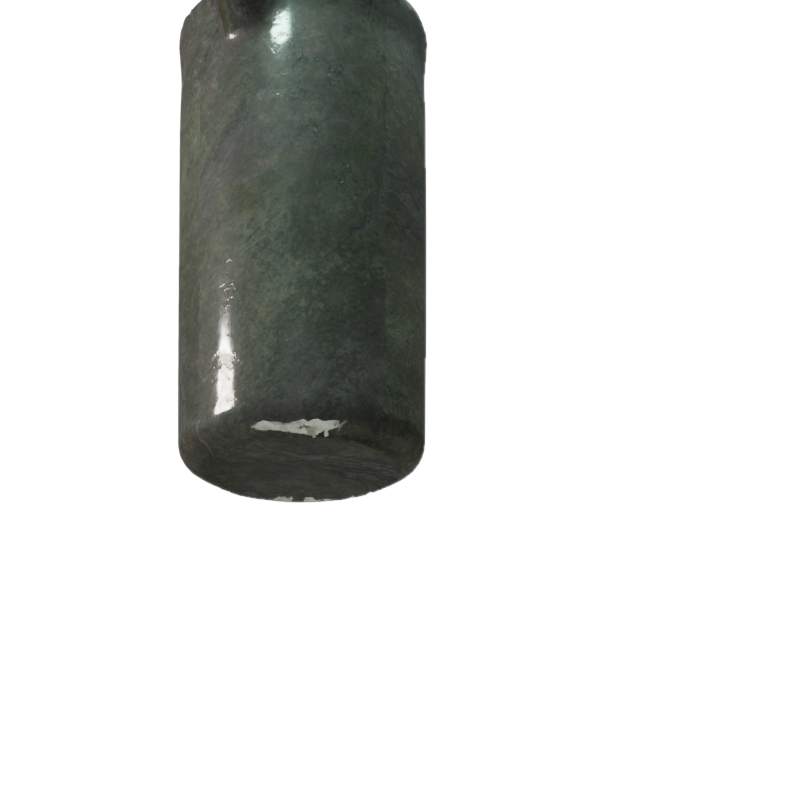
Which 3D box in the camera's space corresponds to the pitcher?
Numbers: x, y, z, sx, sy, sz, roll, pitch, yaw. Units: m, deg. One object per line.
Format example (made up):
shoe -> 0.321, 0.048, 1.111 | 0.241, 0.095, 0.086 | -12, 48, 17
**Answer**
pitcher -> -0.043, -0.078, 0.549 | 0.145, 0.258, 0.141 | 9, -29, -20
